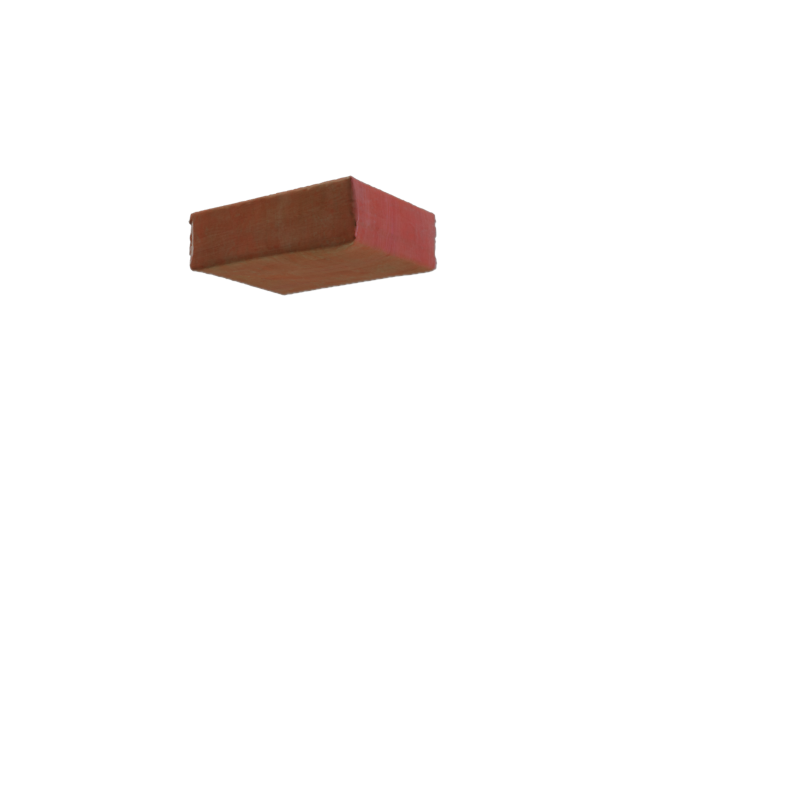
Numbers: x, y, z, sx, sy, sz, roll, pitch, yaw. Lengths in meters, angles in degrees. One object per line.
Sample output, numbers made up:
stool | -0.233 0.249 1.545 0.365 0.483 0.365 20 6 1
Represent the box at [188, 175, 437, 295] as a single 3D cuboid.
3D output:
box | -0.049 -0.089 0.626 0.117 0.040 0.085 -4 -7 33
